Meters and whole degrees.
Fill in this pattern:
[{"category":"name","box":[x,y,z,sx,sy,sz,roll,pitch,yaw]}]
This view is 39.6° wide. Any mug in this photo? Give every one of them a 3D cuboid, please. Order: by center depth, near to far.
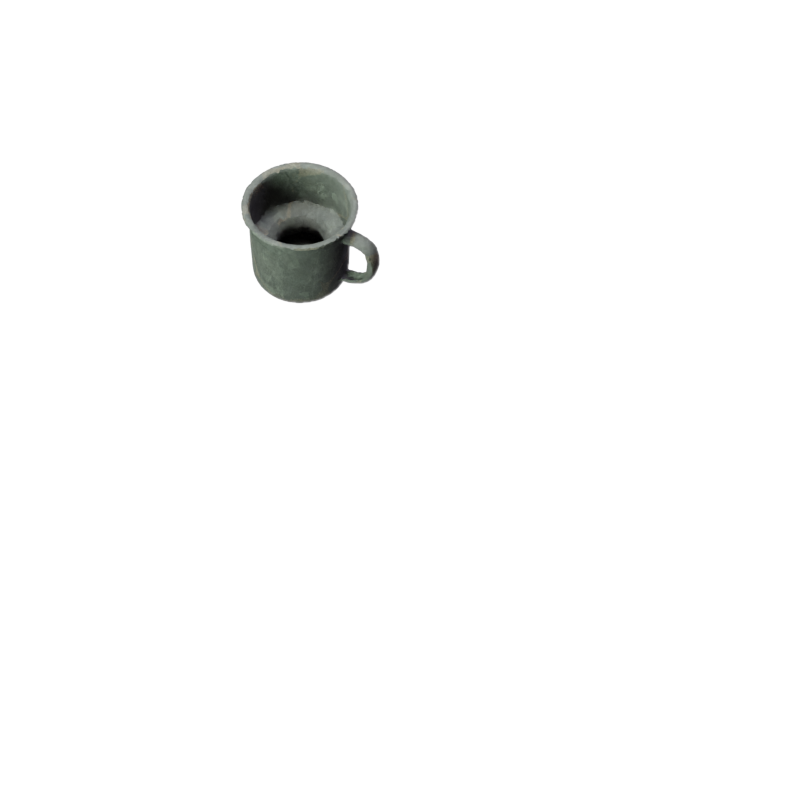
[{"category":"mug","box":[-0.071,-0.129,0.904,0.121,0.097,0.076,21,-34,14]}]
